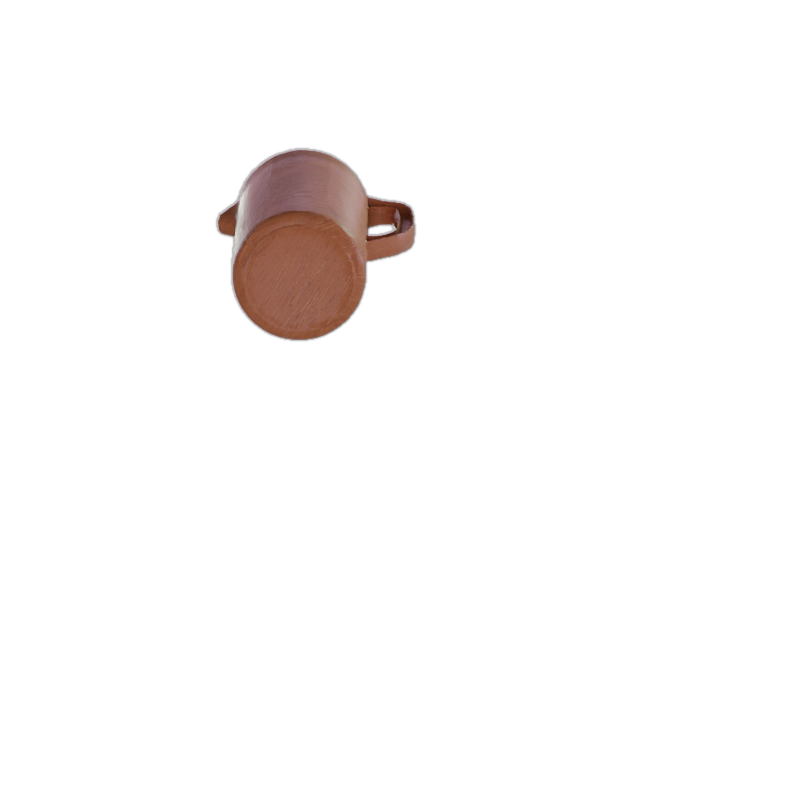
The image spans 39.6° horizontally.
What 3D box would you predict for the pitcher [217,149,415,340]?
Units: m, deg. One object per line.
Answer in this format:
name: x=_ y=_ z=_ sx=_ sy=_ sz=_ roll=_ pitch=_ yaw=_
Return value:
pitcher: x=-0.078 y=-0.142 z=0.992 sx=0.140 sy=0.148 sz=0.253 roll=41 pitch=13 yaw=-16
